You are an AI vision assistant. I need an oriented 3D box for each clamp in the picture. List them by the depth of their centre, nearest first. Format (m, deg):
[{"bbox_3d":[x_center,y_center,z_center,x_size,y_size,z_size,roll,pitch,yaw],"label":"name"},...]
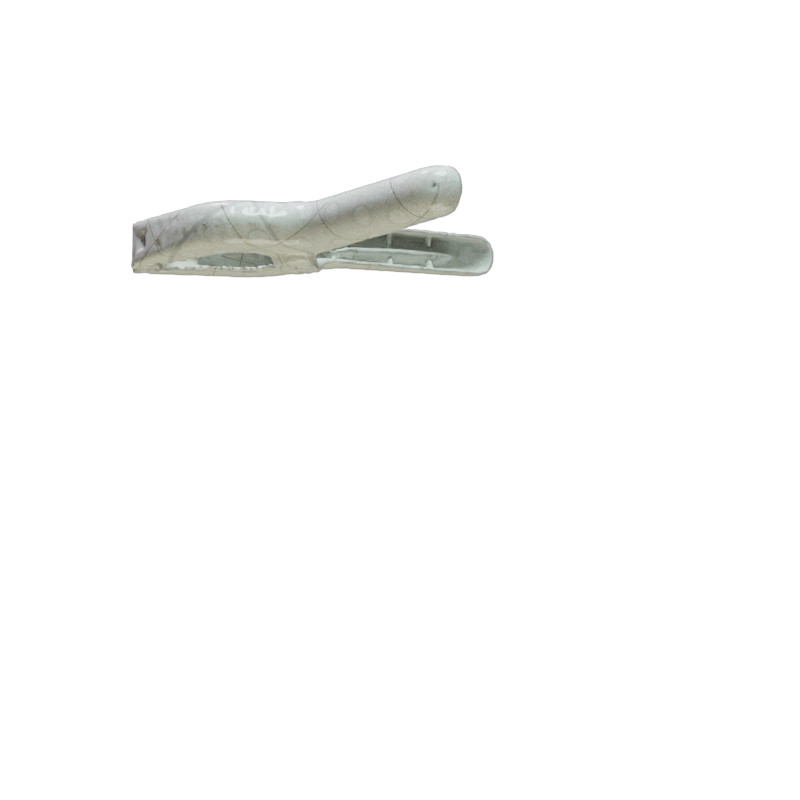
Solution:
[{"bbox_3d":[-0.049,-0.090,0.632,0.214,0.037,0.157,-3,-8,19],"label":"clamp"}]
